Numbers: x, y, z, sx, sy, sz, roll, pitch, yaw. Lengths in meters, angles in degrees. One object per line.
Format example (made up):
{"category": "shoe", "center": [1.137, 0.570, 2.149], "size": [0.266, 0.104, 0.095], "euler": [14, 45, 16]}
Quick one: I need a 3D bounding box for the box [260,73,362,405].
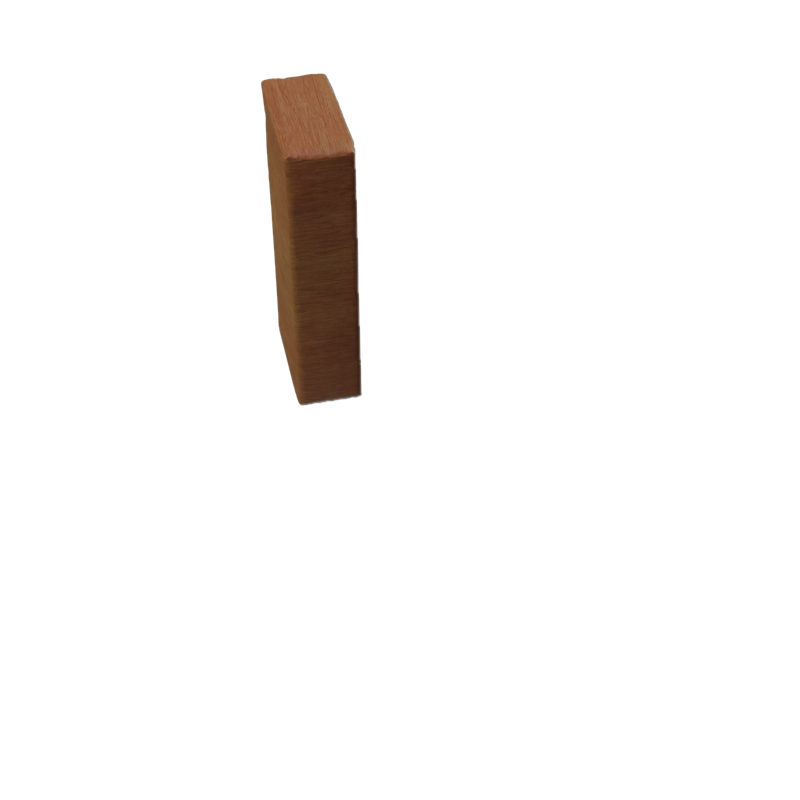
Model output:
{"category": "box", "center": [-0.051, -0.094, 0.657], "size": [0.047, 0.165, 0.101], "euler": [-6, 40, -11]}
